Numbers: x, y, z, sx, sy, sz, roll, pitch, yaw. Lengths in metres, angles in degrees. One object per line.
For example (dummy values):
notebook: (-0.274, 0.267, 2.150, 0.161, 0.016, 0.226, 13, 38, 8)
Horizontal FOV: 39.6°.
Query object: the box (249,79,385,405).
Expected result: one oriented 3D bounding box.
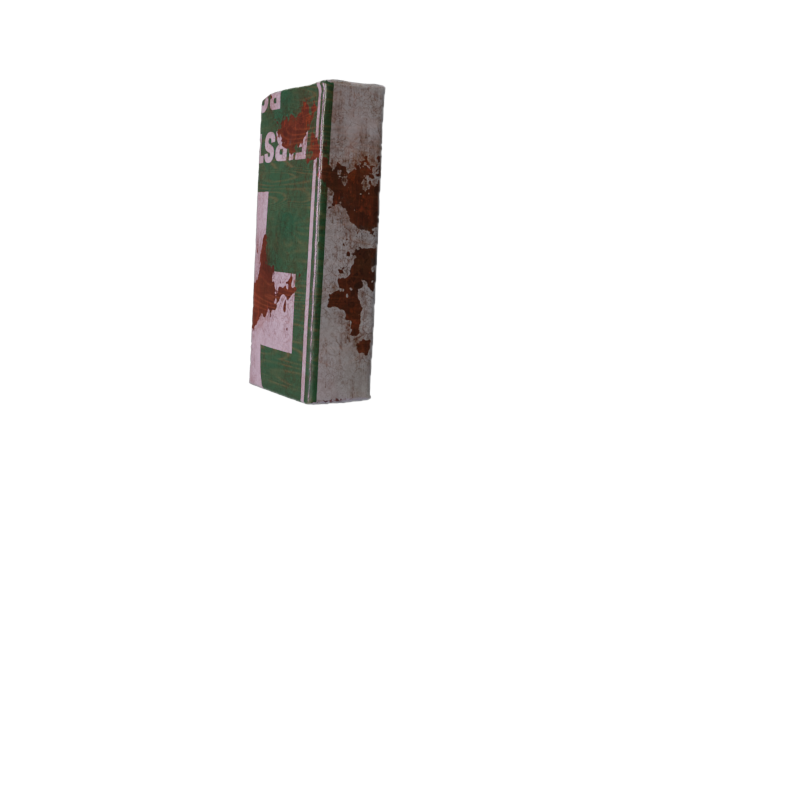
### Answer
box: (-0.050, -0.091, 0.640, 0.046, 0.176, 0.097, 0, 2, -28)
